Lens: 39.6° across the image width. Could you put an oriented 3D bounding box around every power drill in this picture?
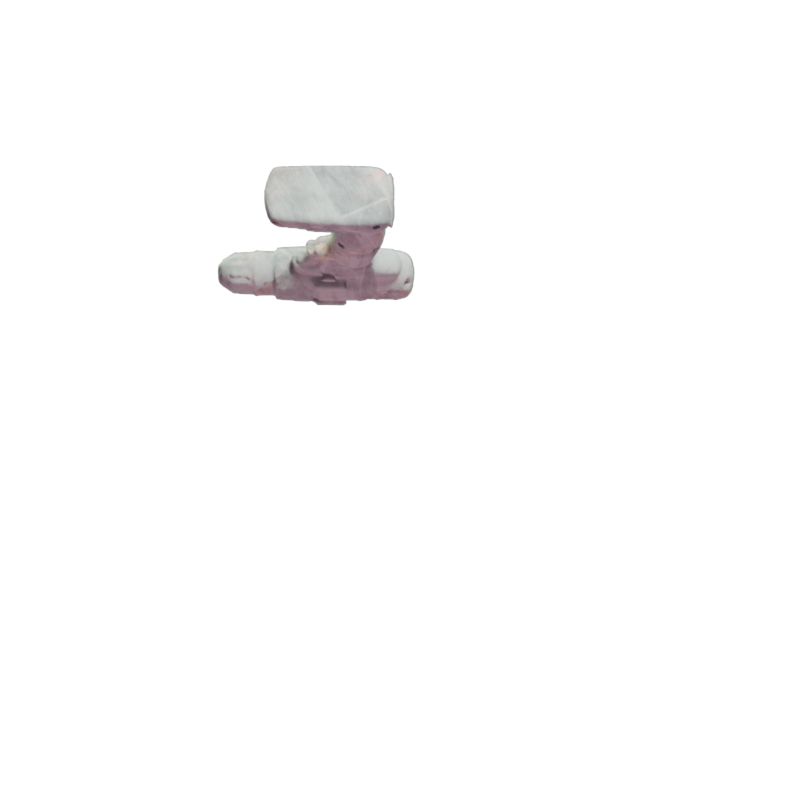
[{"bbox_3d":[-0.077,-0.140,0.980,0.184,0.060,0.179,0,-18,0],"label":"power drill"}]
